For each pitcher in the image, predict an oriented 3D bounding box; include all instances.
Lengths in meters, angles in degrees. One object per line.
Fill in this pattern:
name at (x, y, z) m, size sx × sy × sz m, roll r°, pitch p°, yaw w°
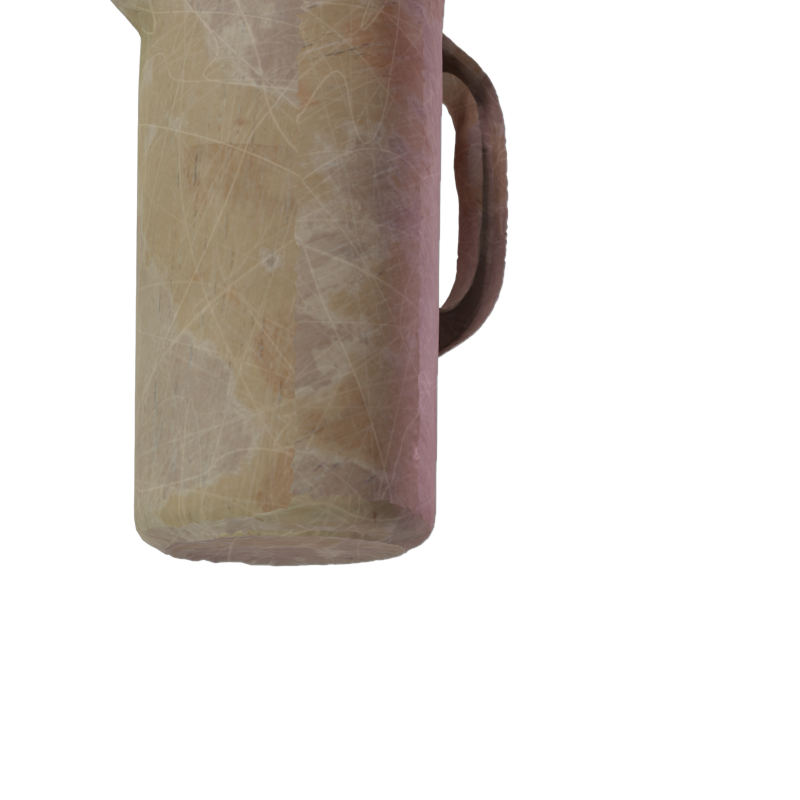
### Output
pitcher at (-0.035, -0.063, 0.444) m, size 0.151 × 0.255 × 0.136 m, roll -6°, pitch -20°, yaw 12°
